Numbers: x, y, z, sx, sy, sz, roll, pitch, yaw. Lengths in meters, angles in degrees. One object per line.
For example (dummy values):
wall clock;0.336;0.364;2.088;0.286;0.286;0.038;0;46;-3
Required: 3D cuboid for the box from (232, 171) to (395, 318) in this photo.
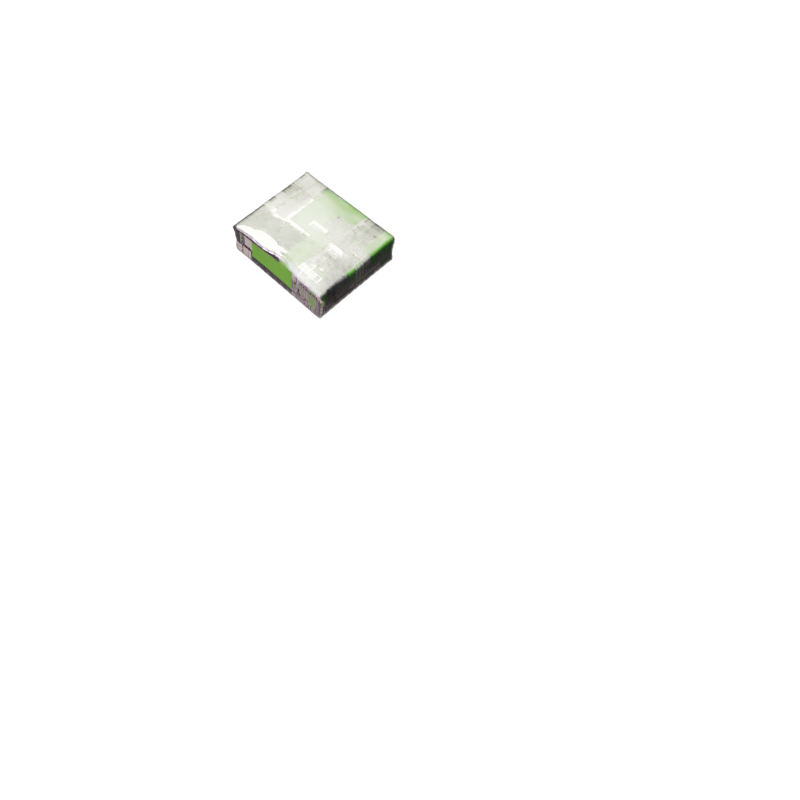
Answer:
box;-0.061;-0.111;0.774;0.074;0.095;0.028;-39;-26;-24
